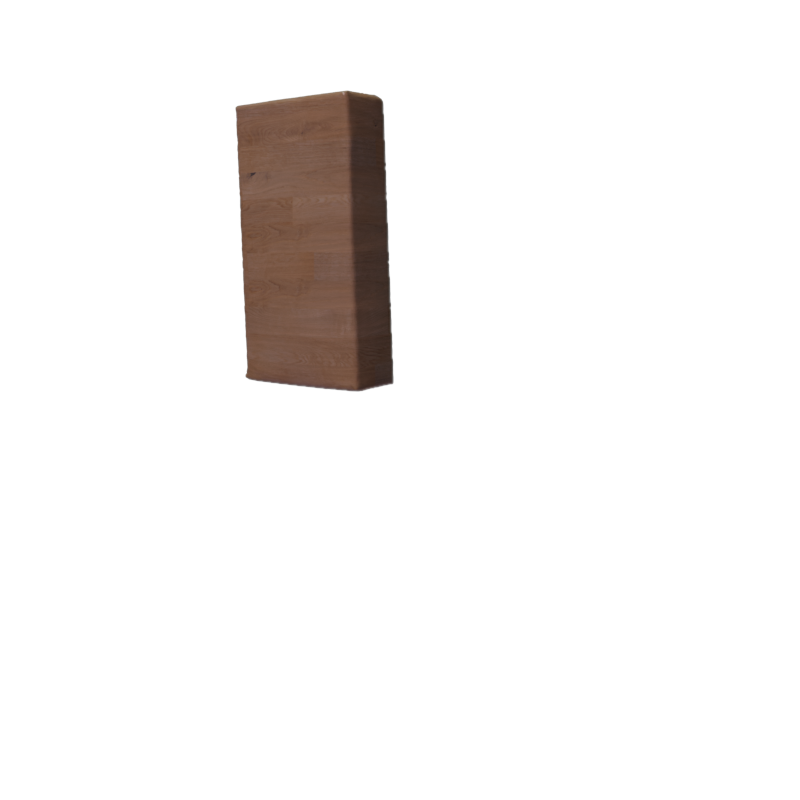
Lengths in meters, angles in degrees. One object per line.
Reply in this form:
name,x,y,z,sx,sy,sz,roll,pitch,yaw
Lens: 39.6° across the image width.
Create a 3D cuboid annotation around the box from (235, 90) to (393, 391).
box,-0.053,-0.098,0.685,0.097,0.176,0.046,1,0,38
